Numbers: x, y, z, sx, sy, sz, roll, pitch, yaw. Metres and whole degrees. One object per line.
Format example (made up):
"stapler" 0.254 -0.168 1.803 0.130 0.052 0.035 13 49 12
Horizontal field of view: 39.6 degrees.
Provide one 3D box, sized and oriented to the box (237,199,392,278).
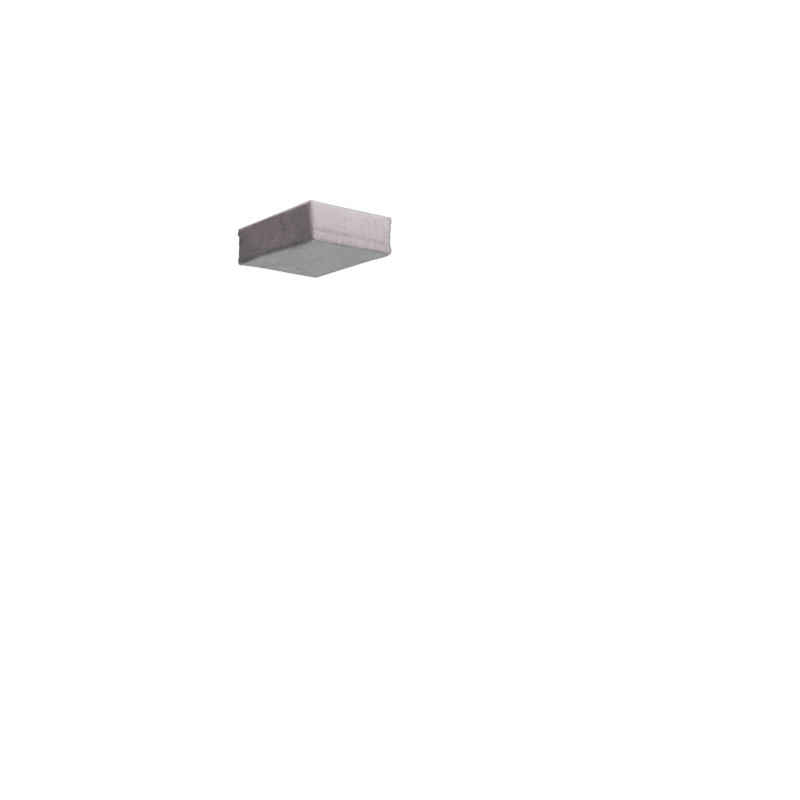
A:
"box" -0.077 -0.140 0.977 0.086 0.040 0.116 5 -8 -40
